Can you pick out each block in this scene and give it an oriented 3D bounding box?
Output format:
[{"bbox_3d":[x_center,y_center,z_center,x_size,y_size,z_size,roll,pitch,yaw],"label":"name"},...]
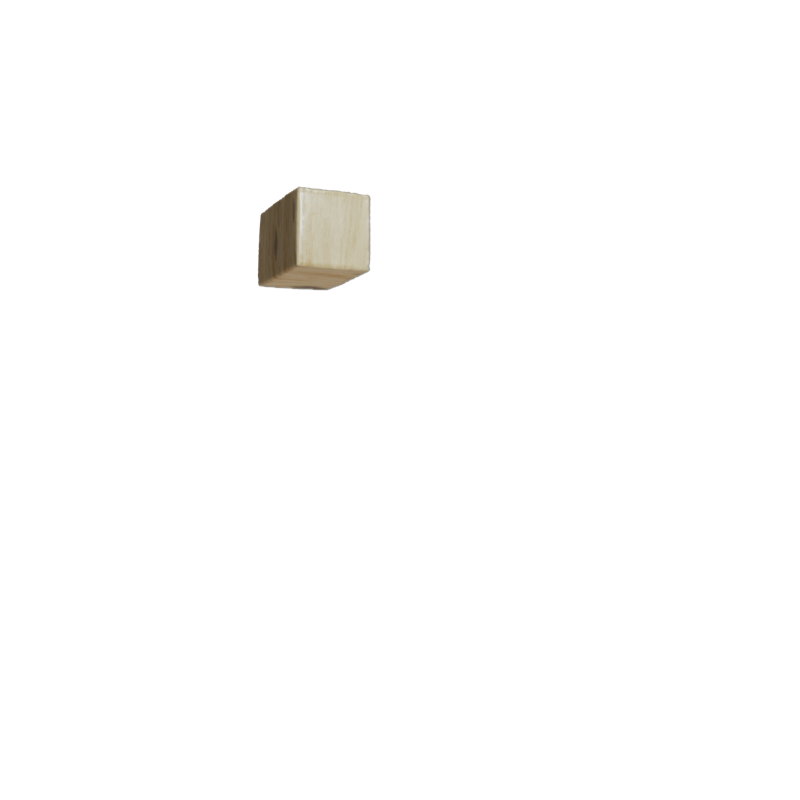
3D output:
[{"bbox_3d":[-0.058,-0.105,0.736,0.051,0.053,0.079,4,-9,-25],"label":"block"}]
